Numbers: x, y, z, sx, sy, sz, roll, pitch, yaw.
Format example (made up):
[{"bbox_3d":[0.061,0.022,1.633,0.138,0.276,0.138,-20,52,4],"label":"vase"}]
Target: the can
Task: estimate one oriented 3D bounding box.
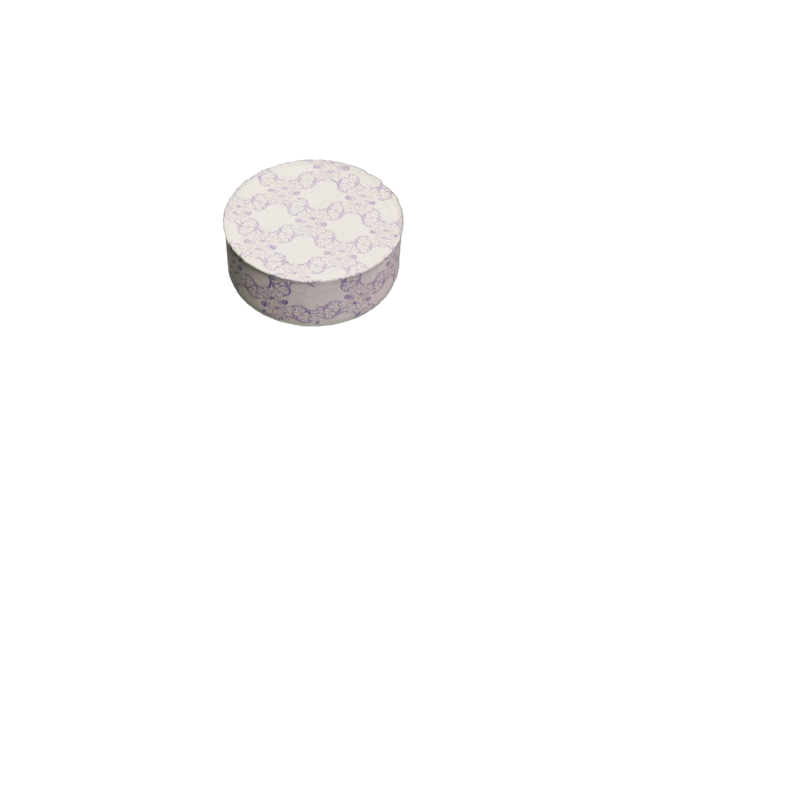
[{"bbox_3d":[-0.042,-0.077,0.536,0.086,0.092,0.031,-1,-43,-1],"label":"can"}]
